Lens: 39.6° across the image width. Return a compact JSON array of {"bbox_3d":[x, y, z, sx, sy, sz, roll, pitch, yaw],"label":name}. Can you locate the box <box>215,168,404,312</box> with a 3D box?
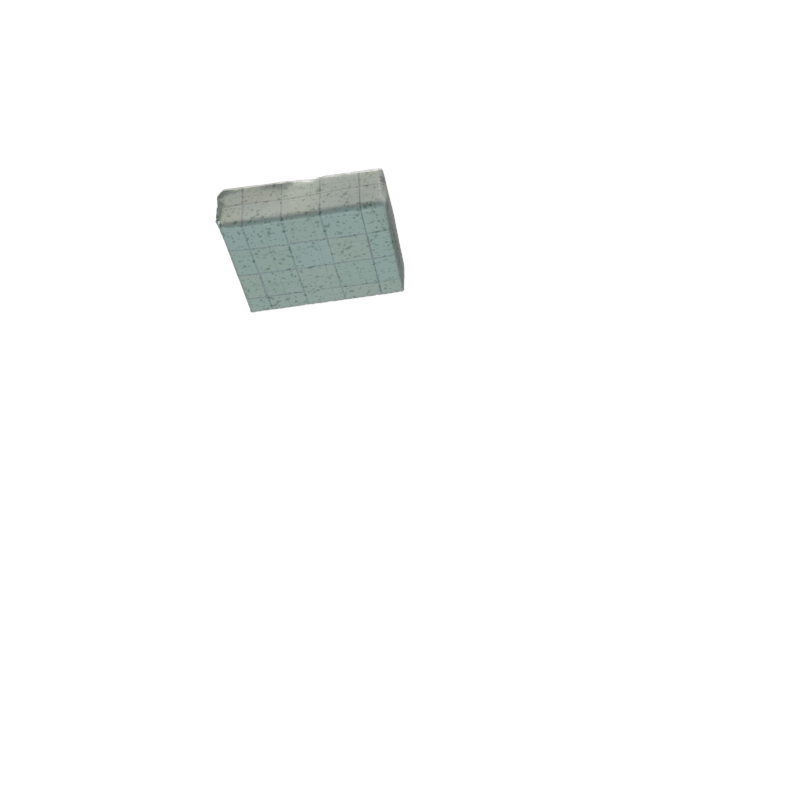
[{"bbox_3d":[-0.046,-0.084,0.592,0.090,0.032,0.068,-6,-36,8],"label":"box"}]
